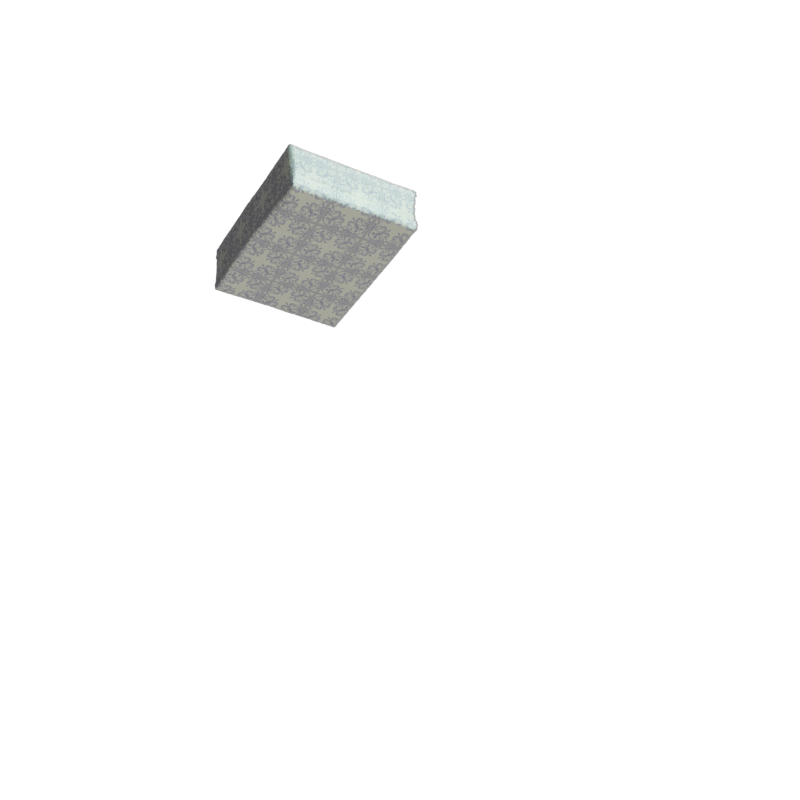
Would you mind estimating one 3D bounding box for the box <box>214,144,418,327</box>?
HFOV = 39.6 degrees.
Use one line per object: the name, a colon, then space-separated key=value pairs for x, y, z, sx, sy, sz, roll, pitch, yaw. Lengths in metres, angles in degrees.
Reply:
box: x=-0.055 y=-0.100 z=0.701 sx=0.086 sy=0.042 sz=0.110 roll=18 pitch=-39 yaw=-24
